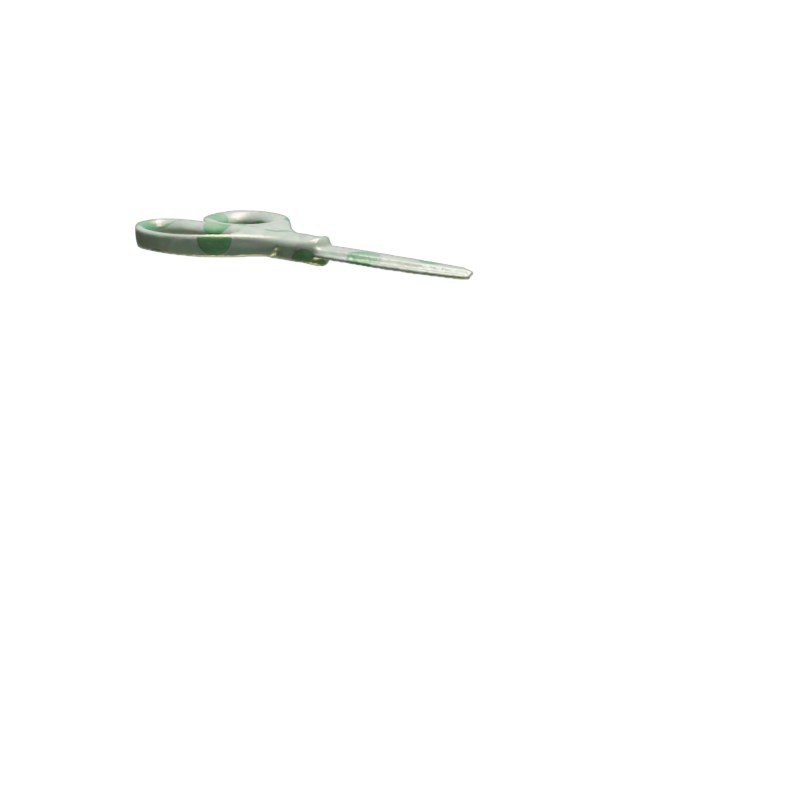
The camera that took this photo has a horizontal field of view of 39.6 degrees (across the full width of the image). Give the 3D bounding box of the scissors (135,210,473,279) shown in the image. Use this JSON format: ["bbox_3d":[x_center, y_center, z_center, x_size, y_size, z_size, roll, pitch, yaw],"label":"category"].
[{"bbox_3d":[-0.047,-0.086,0.599,0.208,0.015,0.096,8,20,21],"label":"scissors"}]
